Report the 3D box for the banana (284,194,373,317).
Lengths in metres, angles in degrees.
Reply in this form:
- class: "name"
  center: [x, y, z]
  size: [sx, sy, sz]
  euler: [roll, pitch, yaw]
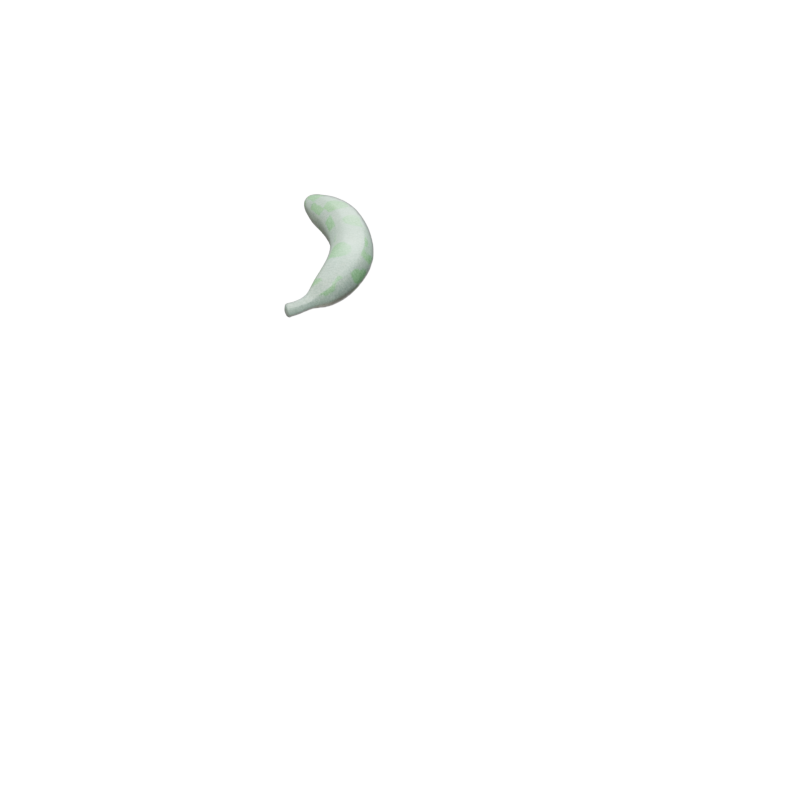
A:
- class: "banana"
  center: [-0.057, -0.135, 0.964]
  size: [0.070, 0.034, 0.210]
  euler: [1, 33, 1]
